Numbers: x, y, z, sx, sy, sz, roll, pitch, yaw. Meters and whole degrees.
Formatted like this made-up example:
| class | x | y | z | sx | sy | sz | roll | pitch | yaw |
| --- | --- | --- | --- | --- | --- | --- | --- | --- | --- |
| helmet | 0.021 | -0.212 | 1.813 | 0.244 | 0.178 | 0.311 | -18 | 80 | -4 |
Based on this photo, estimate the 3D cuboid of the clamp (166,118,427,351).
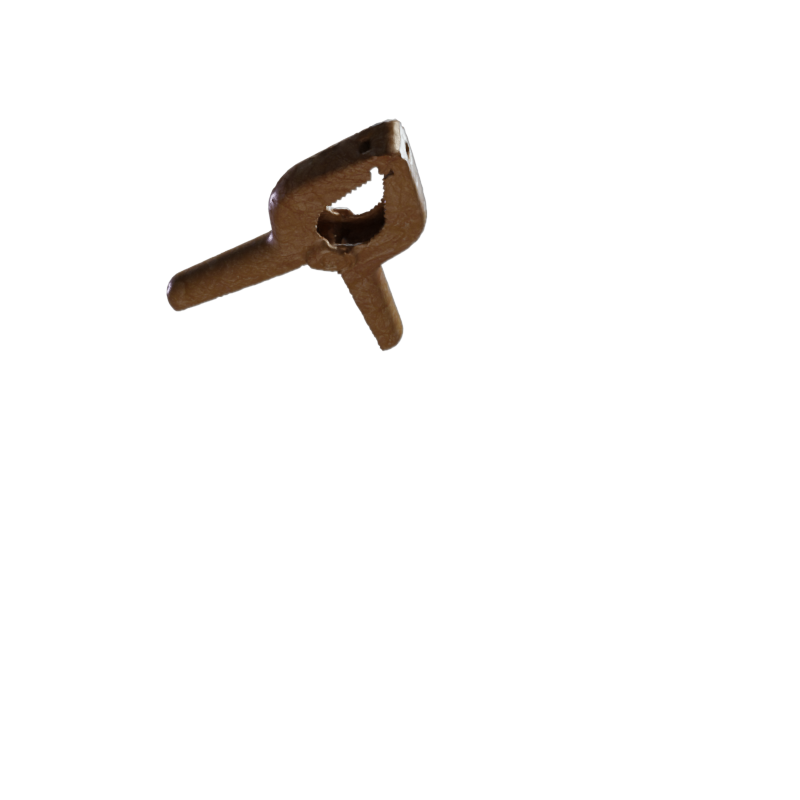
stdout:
| class | x | y | z | sx | sy | sz | roll | pitch | yaw |
| --- | --- | --- | --- | --- | --- | --- | --- | --- | --- |
| clamp | -0.053 | -0.097 | 0.681 | 0.161 | 0.039 | 0.200 | 7 | -31 | -13 |
